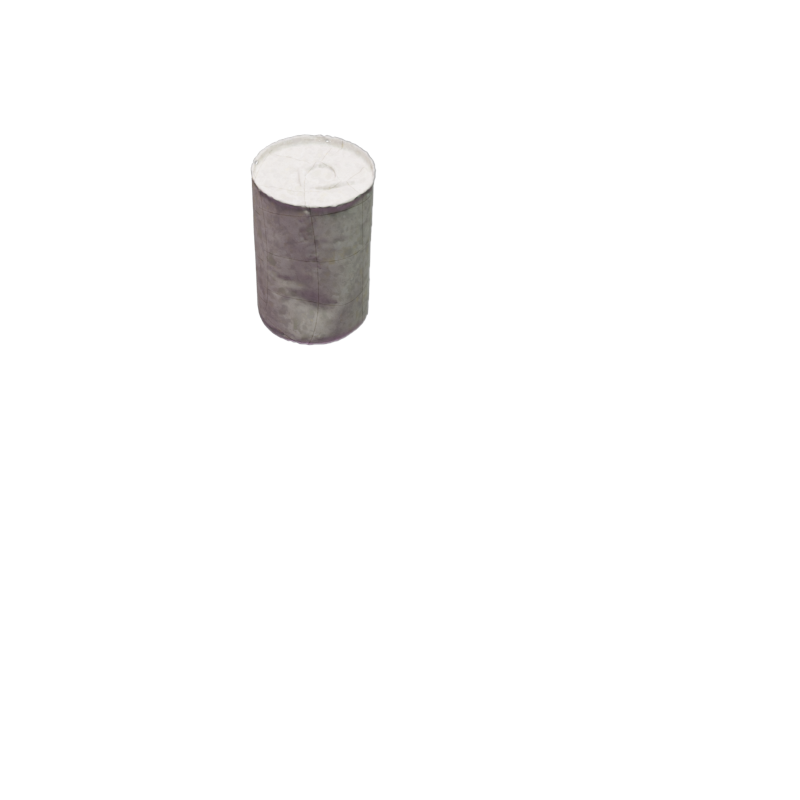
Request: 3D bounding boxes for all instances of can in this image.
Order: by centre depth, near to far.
[{"bbox_3d":[-0.049,-0.090,0.631,0.068,0.095,0.073,0,42,-3],"label":"can"}]
